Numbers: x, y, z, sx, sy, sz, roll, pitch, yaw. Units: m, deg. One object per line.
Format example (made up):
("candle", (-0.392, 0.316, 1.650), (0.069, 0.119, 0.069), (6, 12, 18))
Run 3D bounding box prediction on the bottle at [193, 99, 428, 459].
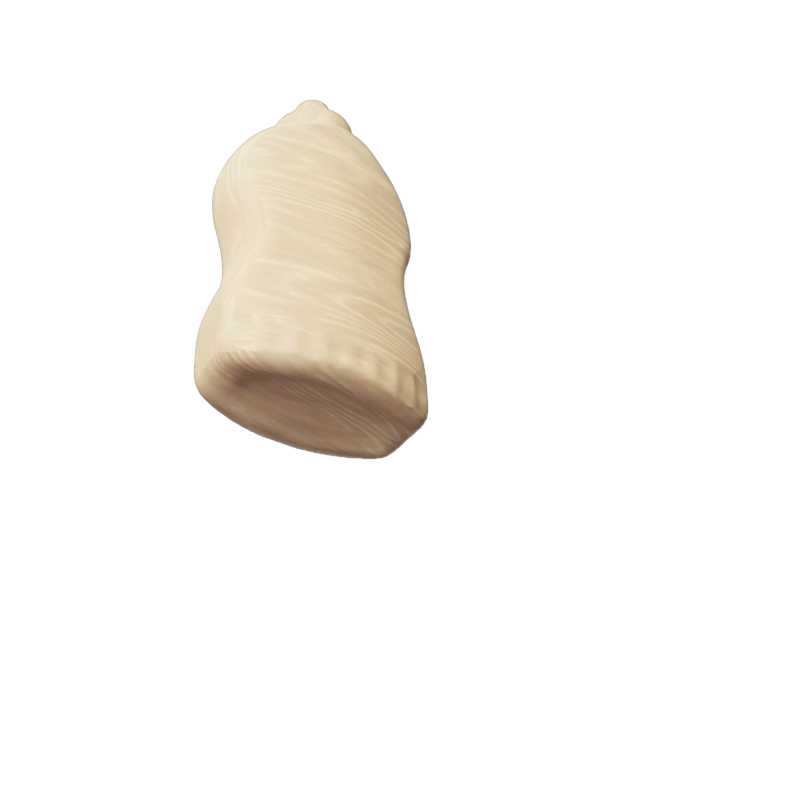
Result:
("bottle", (-0.040, -0.072, 0.504), (0.092, 0.206, 0.057), (18, -46, -23))
